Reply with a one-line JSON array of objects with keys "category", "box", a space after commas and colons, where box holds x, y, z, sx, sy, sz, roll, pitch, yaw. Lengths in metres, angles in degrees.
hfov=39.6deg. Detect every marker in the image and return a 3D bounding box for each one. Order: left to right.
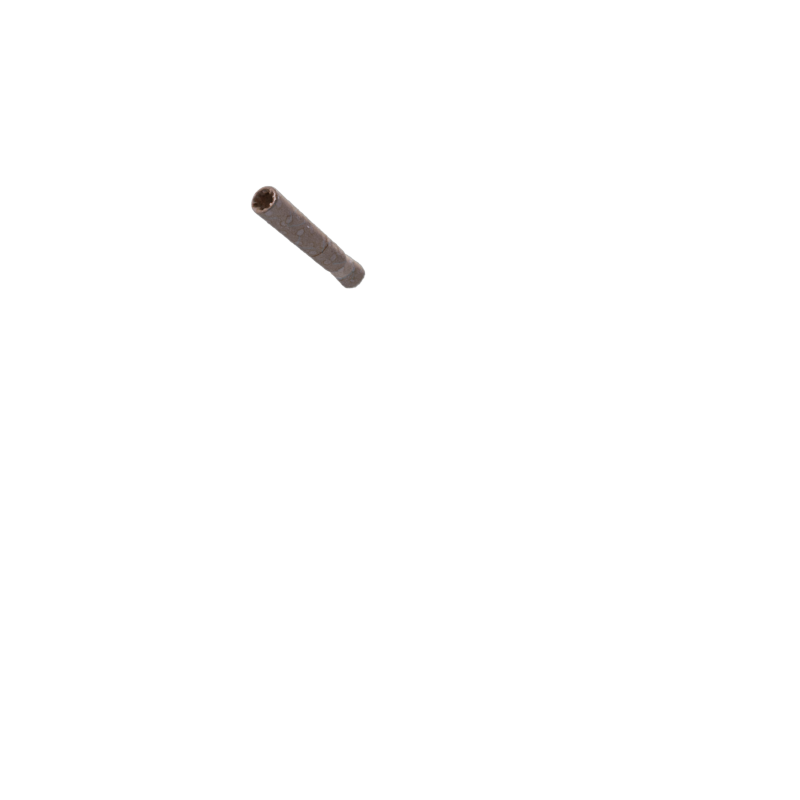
[{"category": "marker", "box": [-0.055, -0.100, 0.701, 0.020, 0.020, 0.112, 3, -18, 30]}]
